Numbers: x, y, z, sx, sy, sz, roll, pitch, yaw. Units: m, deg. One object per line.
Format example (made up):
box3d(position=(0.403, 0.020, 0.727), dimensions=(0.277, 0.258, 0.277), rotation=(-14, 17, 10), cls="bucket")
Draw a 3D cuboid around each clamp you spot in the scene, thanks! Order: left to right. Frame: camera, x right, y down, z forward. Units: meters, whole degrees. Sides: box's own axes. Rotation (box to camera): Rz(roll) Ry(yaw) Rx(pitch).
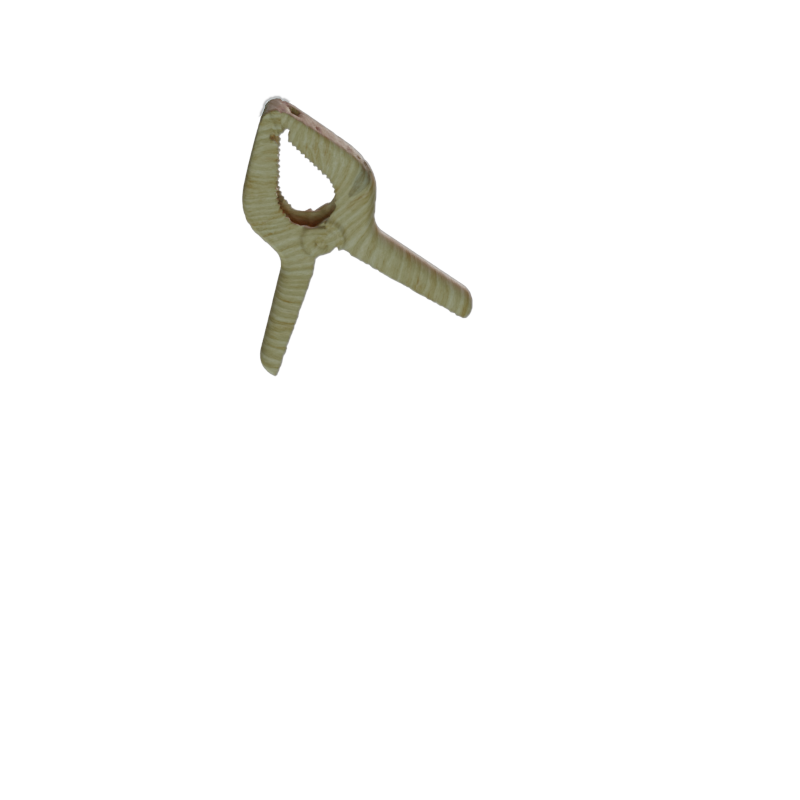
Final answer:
box3d(position=(-0.062, -0.113, 0.791), dimensions=(0.165, 0.197, 0.039), rotation=(-24, 26, 12), cls="clamp")
